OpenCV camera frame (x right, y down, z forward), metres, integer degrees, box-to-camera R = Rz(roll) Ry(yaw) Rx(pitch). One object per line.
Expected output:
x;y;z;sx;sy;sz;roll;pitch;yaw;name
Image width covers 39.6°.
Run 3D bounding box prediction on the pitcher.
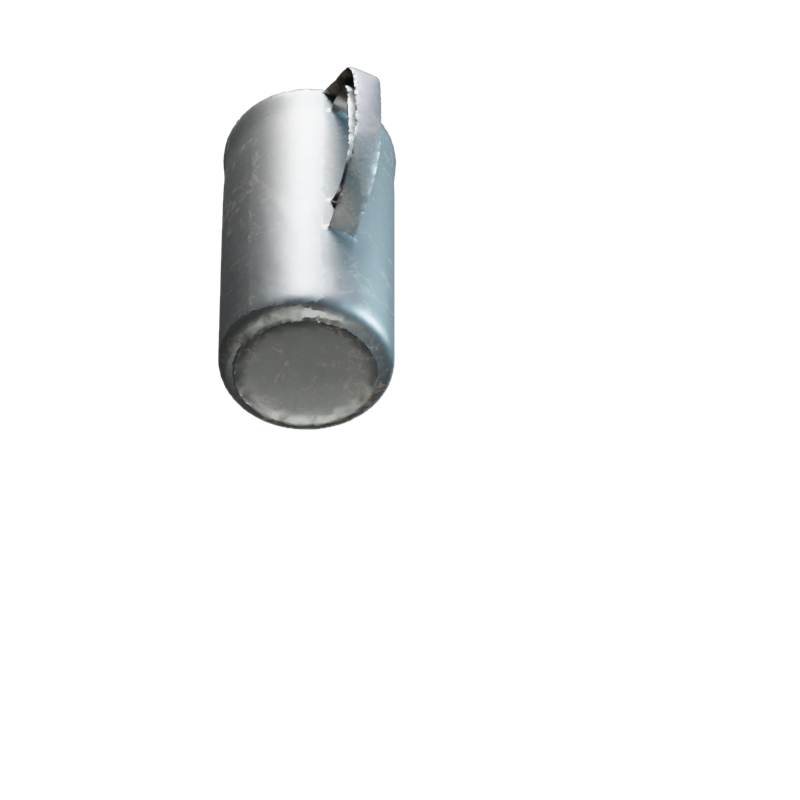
-0.059;-0.108;0.757;0.146;0.138;0.261;-17;40;11;pitcher
